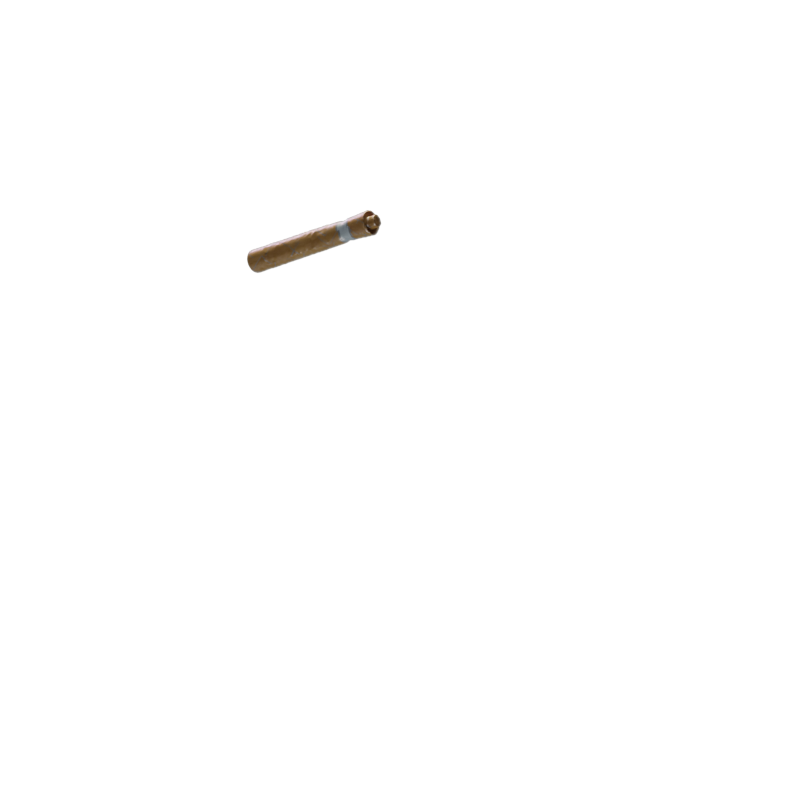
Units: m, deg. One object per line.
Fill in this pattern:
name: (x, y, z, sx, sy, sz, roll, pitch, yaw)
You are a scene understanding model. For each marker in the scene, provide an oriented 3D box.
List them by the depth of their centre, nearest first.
marker: (-0.065, -0.118, 0.827, 0.123, 0.020, 0.019, -12, -4, 37)
